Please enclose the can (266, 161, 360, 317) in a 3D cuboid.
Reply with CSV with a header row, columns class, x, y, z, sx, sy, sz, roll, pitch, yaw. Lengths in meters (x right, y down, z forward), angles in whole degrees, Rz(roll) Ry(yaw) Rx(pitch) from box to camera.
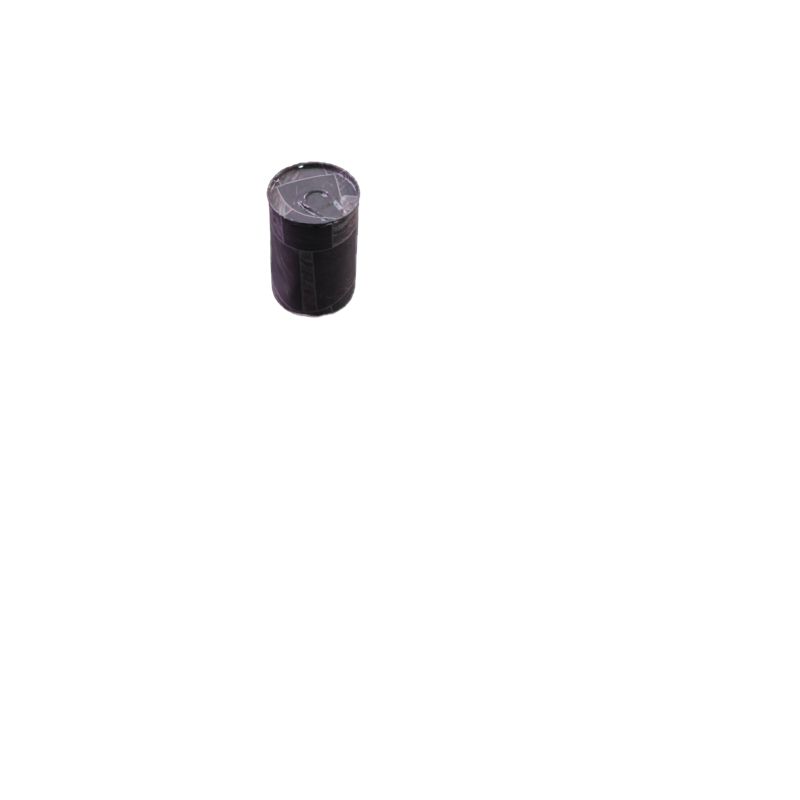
class,x,y,z,sx,sy,sz,roll,pitch,yaw
can,-0.066,-0.120,0.838,0.068,0.074,0.095,0,-42,-3
